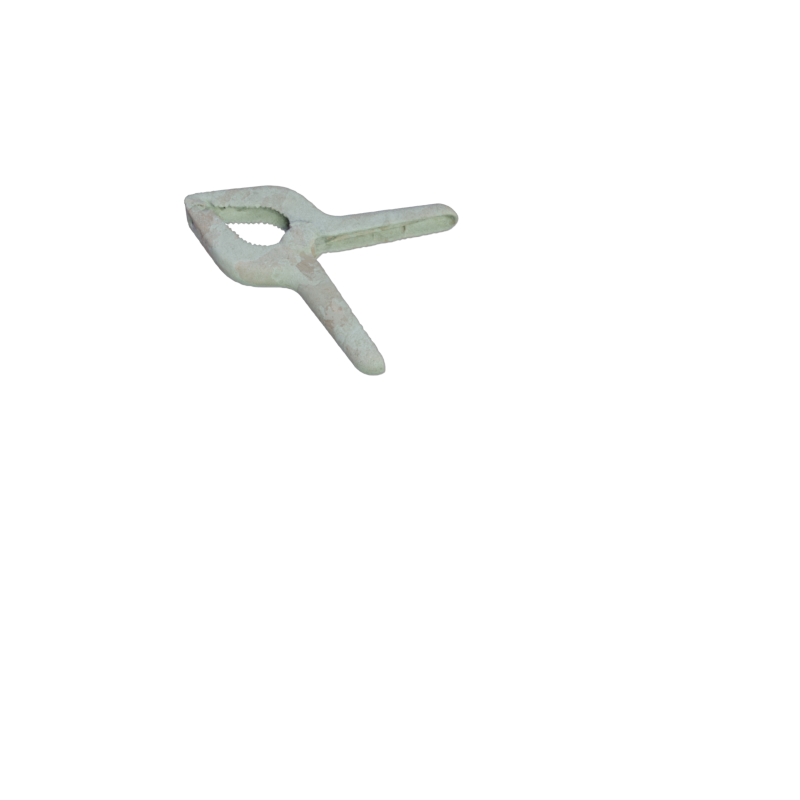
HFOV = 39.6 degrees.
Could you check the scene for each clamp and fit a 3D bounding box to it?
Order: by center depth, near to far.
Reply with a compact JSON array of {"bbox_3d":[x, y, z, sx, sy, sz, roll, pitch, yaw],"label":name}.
[{"bbox_3d":[-0.068,-0.123,0.863,0.218,0.169,0.034,25,-33,18],"label":"clamp"}]
